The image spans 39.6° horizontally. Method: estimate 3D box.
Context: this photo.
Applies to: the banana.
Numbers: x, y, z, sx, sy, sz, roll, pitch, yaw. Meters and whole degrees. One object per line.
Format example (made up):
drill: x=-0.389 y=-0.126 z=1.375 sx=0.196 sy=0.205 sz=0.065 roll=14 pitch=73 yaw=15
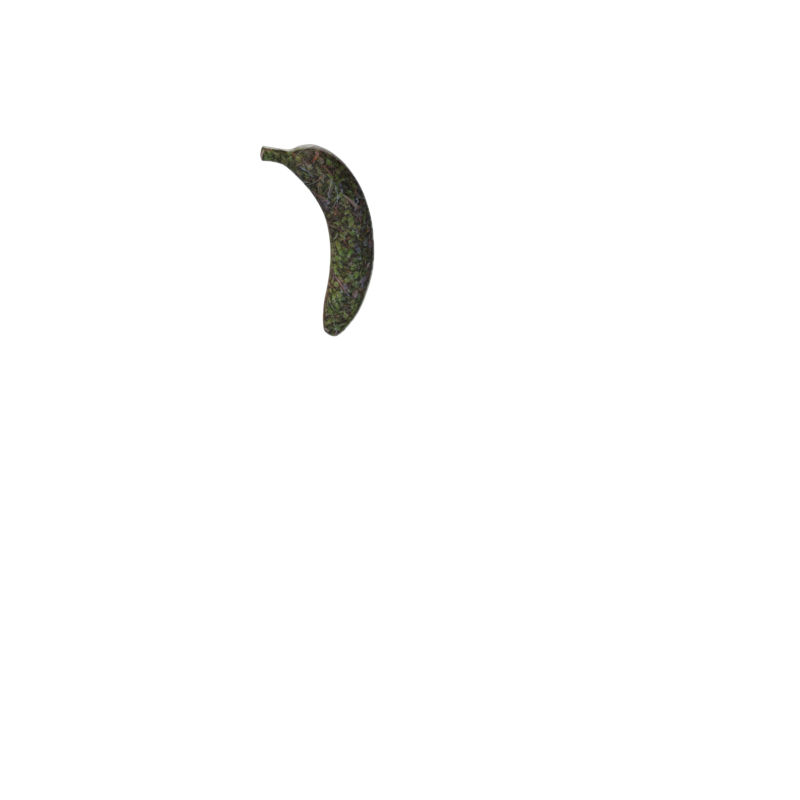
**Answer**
banana: x=-0.056 y=-0.141 z=0.931 sx=0.070 sy=0.184 sz=0.039 roll=-13 pitch=33 yaw=8
